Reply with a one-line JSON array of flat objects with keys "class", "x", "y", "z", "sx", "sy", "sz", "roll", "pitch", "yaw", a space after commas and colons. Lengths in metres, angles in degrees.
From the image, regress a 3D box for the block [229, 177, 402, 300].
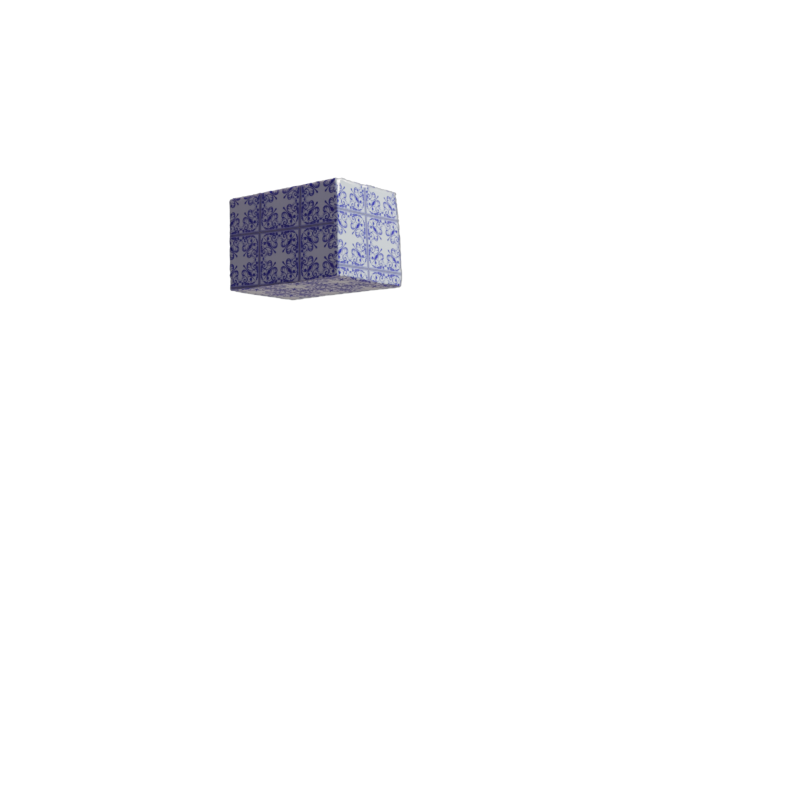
[{"class": "block", "x": -0.046, "y": -0.083, "z": 0.583, "sx": 0.080, "sy": 0.052, "sz": 0.050, "roll": -4, "pitch": -7, "yaw": 38}]
